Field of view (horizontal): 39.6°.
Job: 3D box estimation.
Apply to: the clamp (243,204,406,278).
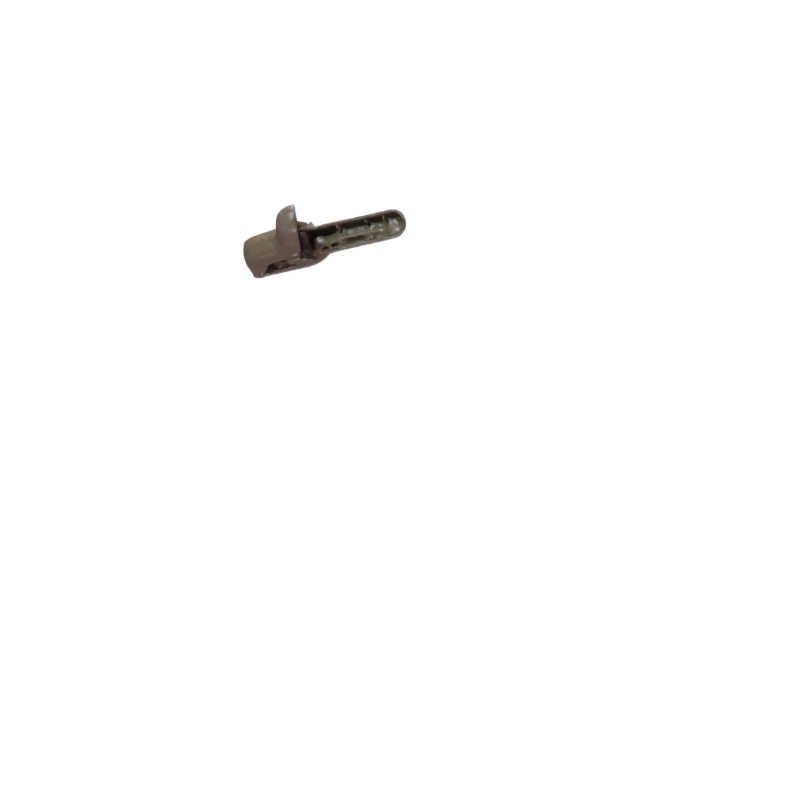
[{"bbox_3d":[-0.076,-0.139,0.971,0.116,0.040,0.173,3,-6,-25],"label":"clamp"}]
